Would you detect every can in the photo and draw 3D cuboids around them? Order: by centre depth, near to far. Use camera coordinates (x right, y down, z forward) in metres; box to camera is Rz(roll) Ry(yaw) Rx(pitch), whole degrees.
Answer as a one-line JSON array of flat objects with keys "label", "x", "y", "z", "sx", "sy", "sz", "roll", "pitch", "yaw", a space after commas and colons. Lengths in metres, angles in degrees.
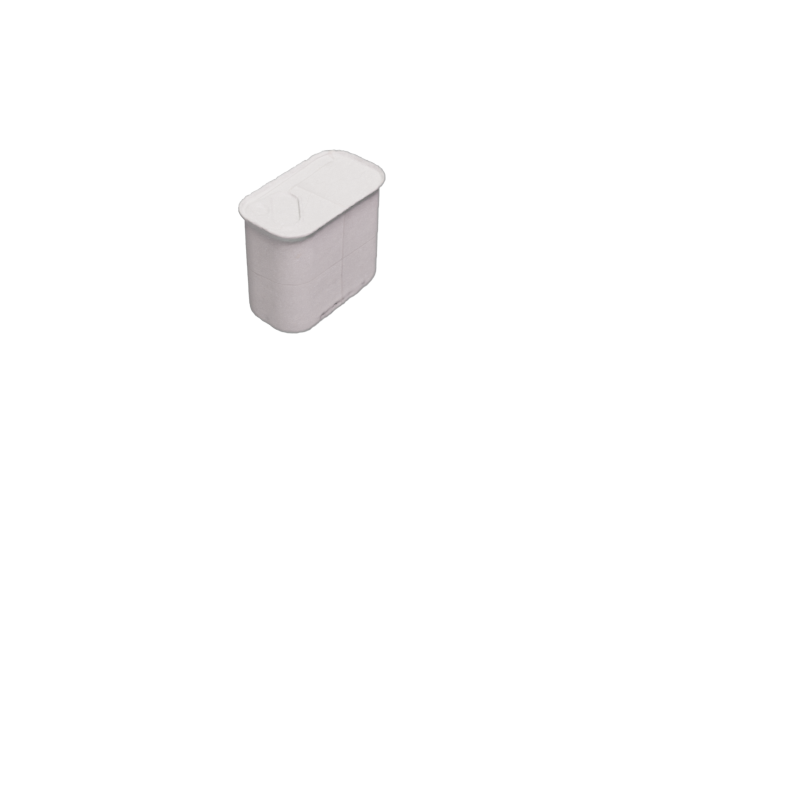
[{"label": "can", "x": -0.058, "y": -0.105, "z": 0.737, "sx": 0.061, "sy": 0.078, "sz": 0.103, "roll": 28, "pitch": 47, "yaw": 27}]
